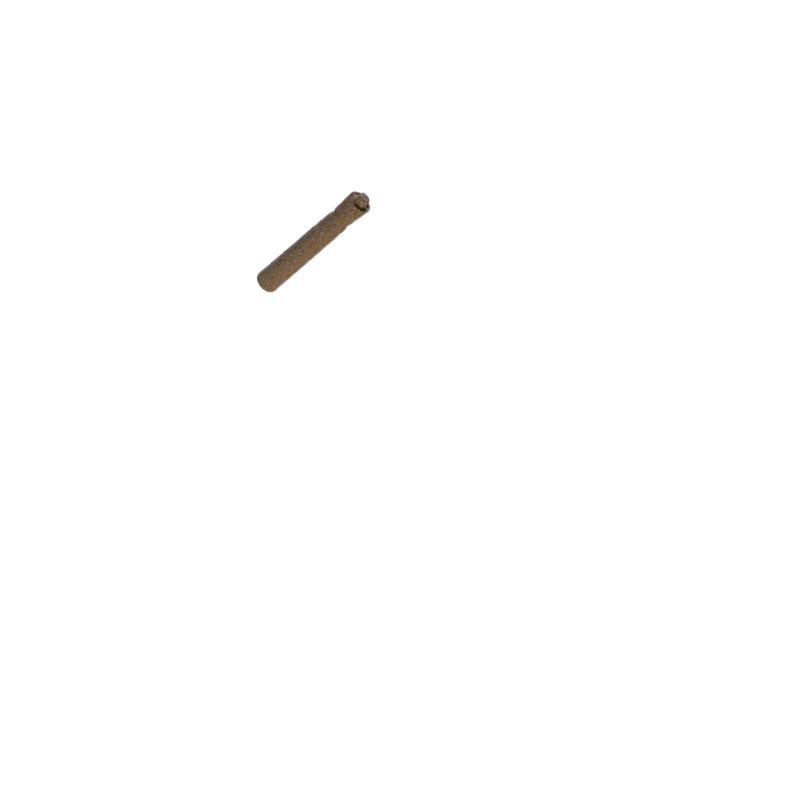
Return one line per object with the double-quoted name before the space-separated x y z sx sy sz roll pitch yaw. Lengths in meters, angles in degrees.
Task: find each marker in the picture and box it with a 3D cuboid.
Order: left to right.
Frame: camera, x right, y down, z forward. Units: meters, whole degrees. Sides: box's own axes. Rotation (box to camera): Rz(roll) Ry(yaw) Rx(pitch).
"marker" -0.064 -0.117 0.818 0.019 0.021 0.119 -3 -24 -48
